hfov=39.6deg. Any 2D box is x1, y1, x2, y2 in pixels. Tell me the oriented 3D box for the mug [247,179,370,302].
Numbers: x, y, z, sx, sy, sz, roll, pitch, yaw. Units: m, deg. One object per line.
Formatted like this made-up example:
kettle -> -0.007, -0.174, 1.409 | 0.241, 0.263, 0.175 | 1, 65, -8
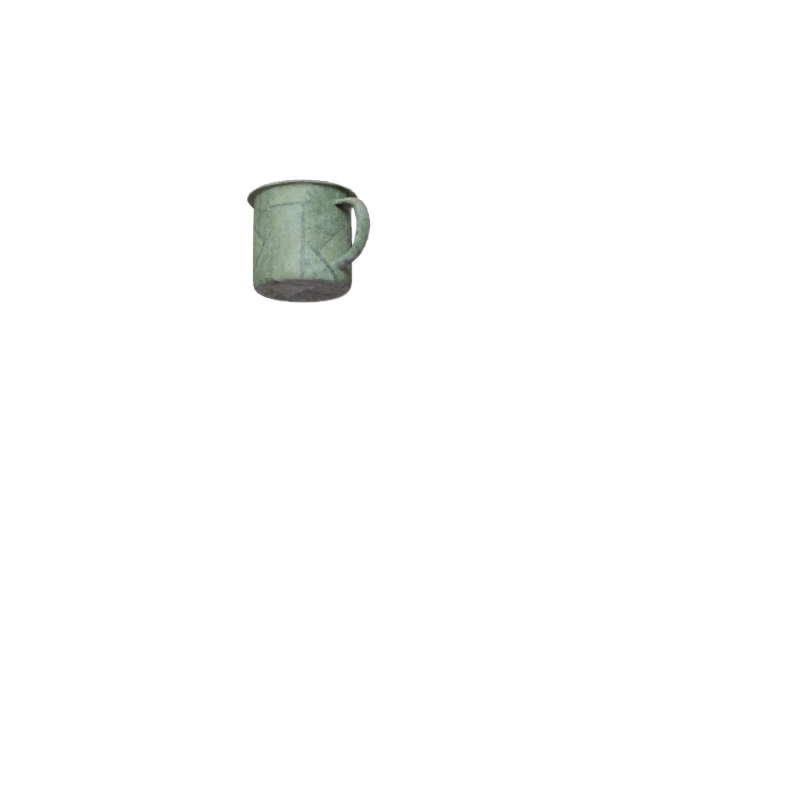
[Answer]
mug -> -0.071, -0.130, 0.909 | 0.120, 0.085, 0.088 | -10, -16, 38
